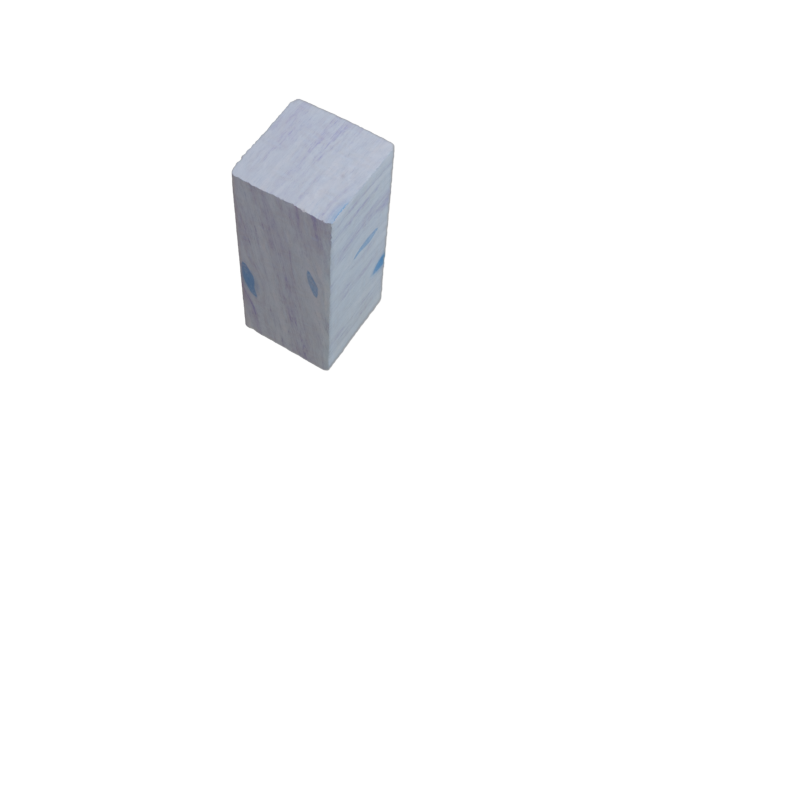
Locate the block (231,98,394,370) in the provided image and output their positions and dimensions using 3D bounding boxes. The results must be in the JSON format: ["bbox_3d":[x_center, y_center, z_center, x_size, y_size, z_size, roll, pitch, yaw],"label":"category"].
[{"bbox_3d":[-0.069,-0.126,0.882,0.093,0.093,0.193,29,-28,13],"label":"block"}]
